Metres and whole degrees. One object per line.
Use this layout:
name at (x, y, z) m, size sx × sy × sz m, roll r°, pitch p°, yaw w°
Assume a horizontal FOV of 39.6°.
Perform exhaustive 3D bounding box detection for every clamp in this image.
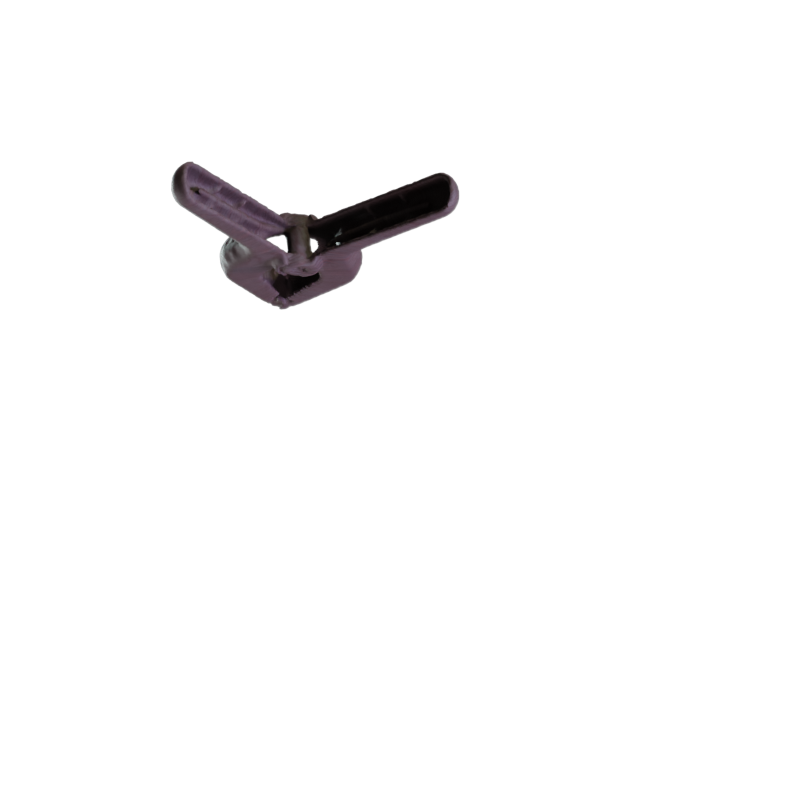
clamp at (-0.056, -0.101, 0.710) m, size 0.164 × 0.038 × 0.203 m, roll 1°, pitch -13°, yaw -4°
